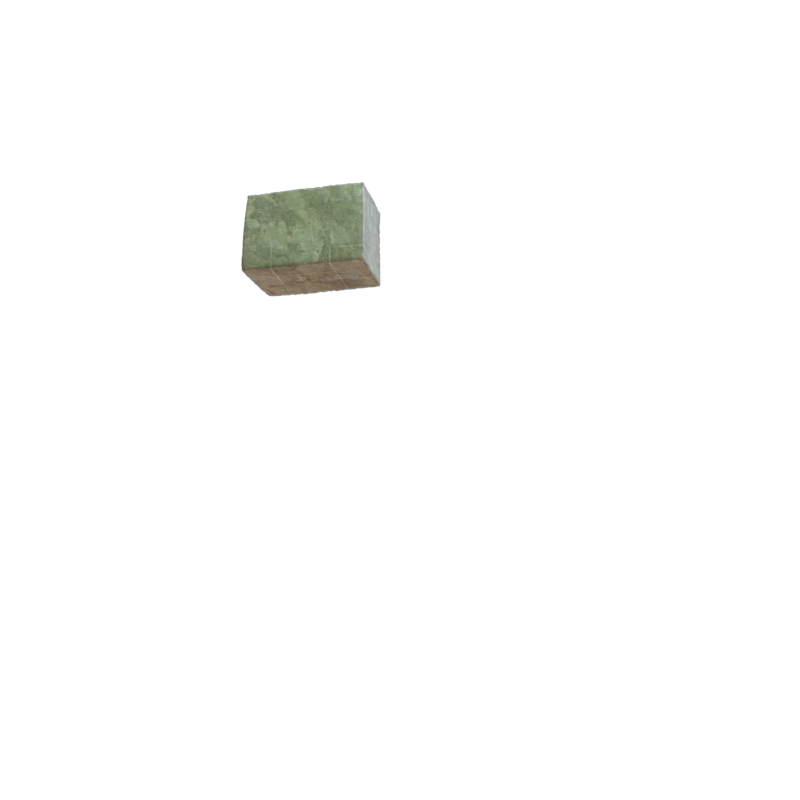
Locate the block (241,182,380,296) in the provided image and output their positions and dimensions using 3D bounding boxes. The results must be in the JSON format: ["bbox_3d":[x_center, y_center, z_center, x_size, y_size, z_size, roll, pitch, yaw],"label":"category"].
[{"bbox_3d":[-0.055,-0.100,0.699,0.079,0.054,0.050,-5,-19,13],"label":"block"}]
